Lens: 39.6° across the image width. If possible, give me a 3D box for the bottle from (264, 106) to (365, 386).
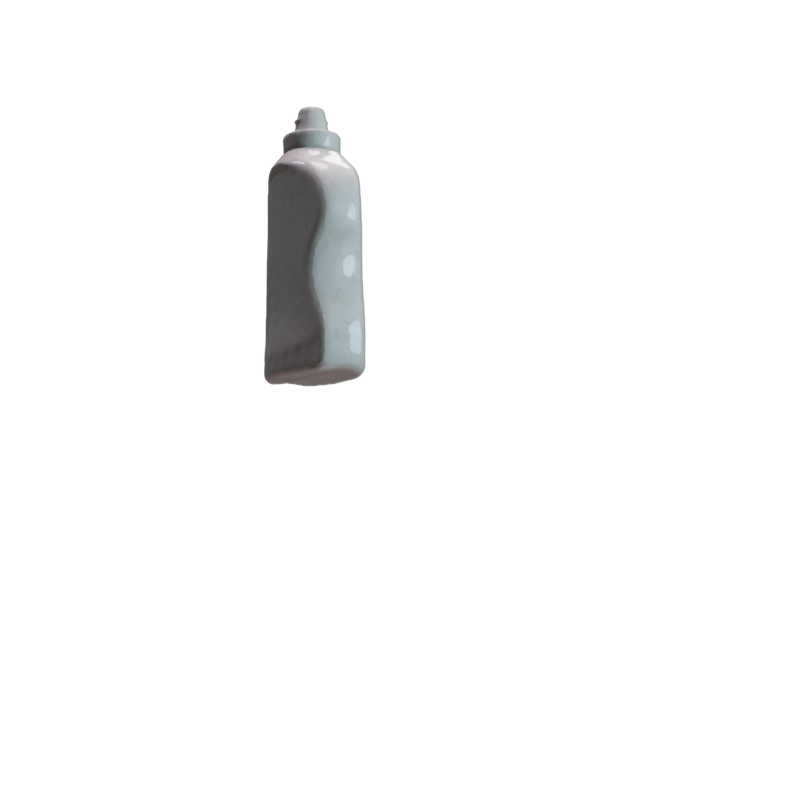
[{"bbox_3d":[-0.060,-0.109,0.764,0.056,0.198,0.096,5,-13,-25],"label":"bottle"}]
